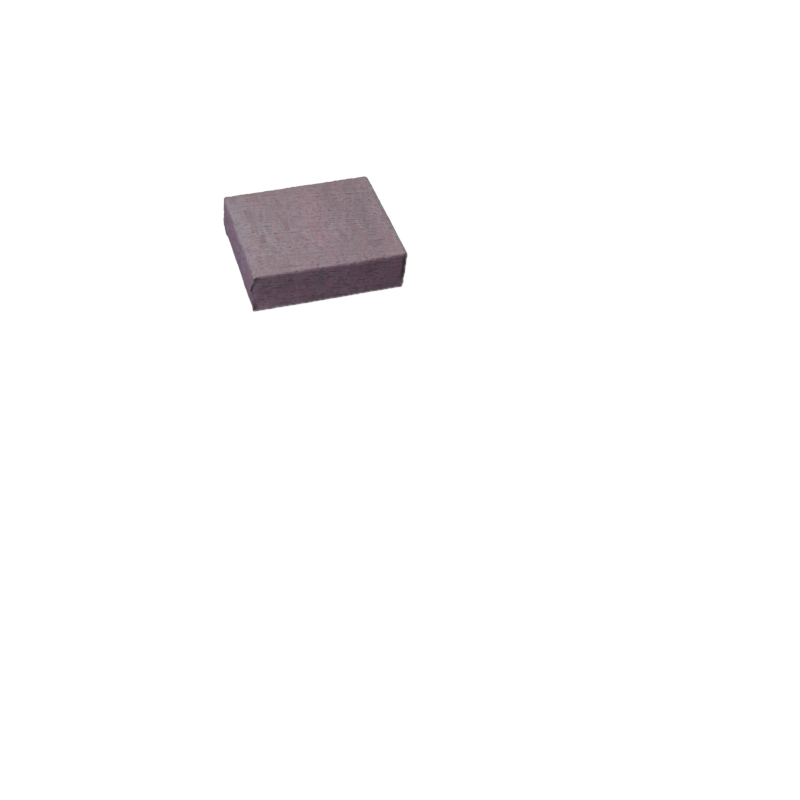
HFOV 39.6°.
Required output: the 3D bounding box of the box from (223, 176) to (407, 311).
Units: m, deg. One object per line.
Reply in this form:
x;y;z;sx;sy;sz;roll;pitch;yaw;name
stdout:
-0.062;-0.113;0.791;0.112;0.036;0.097;-13;46;-13;box
